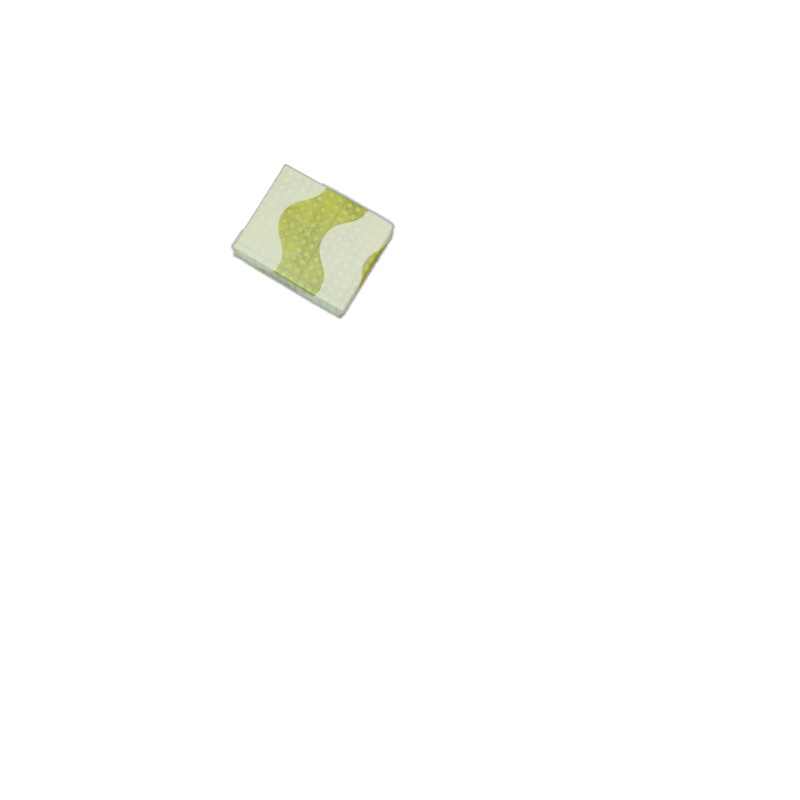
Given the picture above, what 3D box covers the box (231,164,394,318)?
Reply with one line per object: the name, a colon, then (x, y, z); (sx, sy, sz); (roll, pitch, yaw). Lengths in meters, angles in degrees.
box: (-0.075, -0.138, 0.964); (0.116, 0.092, 0.037); (29, -15, 8)
